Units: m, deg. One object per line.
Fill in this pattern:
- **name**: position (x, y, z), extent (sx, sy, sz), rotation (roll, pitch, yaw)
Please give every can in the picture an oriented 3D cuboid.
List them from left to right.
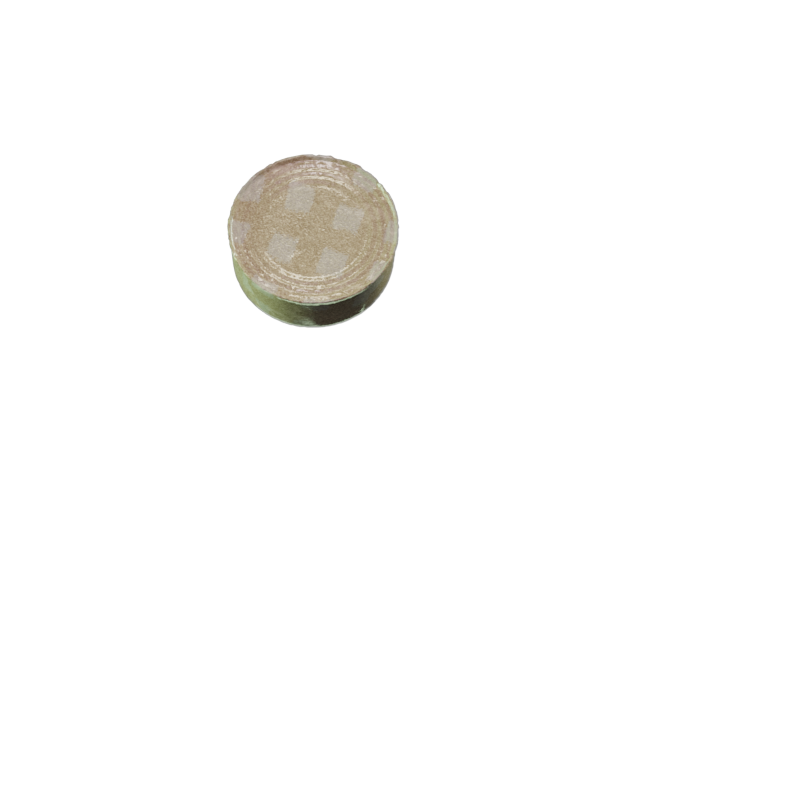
- **can**: position (-0.044, -0.081, 0.566), extent (0.086, 0.091, 0.032), rotation (-1, -27, -1)
